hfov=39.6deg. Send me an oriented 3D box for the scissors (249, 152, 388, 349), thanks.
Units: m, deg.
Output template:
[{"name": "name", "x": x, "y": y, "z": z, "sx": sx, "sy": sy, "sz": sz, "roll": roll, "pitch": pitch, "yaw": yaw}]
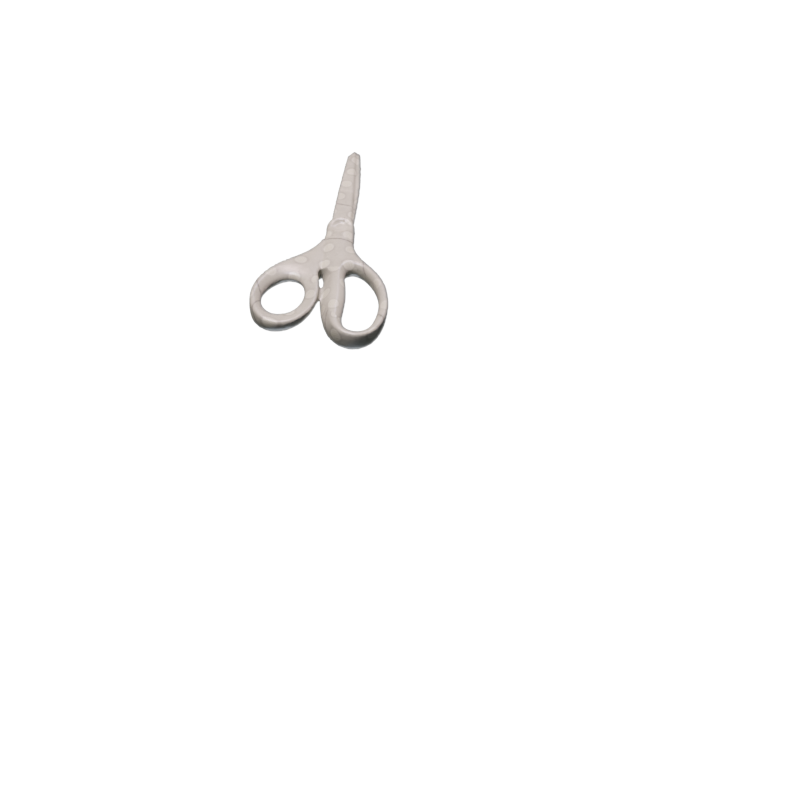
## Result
[{"name": "scissors", "x": -0.058, "y": -0.107, "z": 0.747, "sx": 0.095, "sy": 0.015, "sz": 0.218, "roll": -7, "pitch": 43, "yaw": -7}]
